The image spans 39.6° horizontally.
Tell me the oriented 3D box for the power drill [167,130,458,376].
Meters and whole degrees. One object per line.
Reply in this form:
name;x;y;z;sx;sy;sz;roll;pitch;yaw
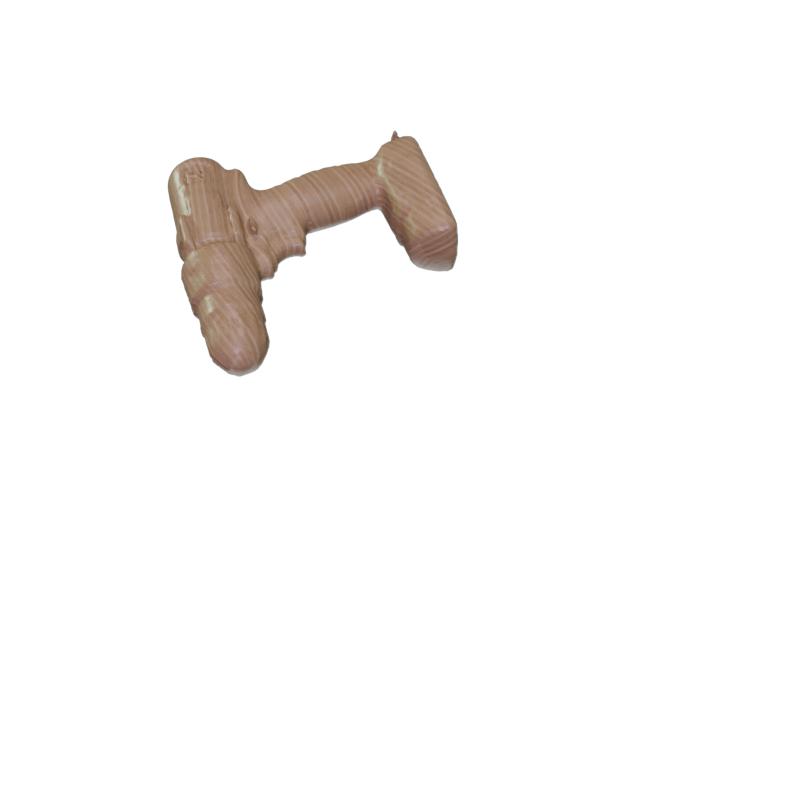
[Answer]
power drill;-0.060;-0.109;0.765;0.186;0.199;0.053;-12;-36;-10
